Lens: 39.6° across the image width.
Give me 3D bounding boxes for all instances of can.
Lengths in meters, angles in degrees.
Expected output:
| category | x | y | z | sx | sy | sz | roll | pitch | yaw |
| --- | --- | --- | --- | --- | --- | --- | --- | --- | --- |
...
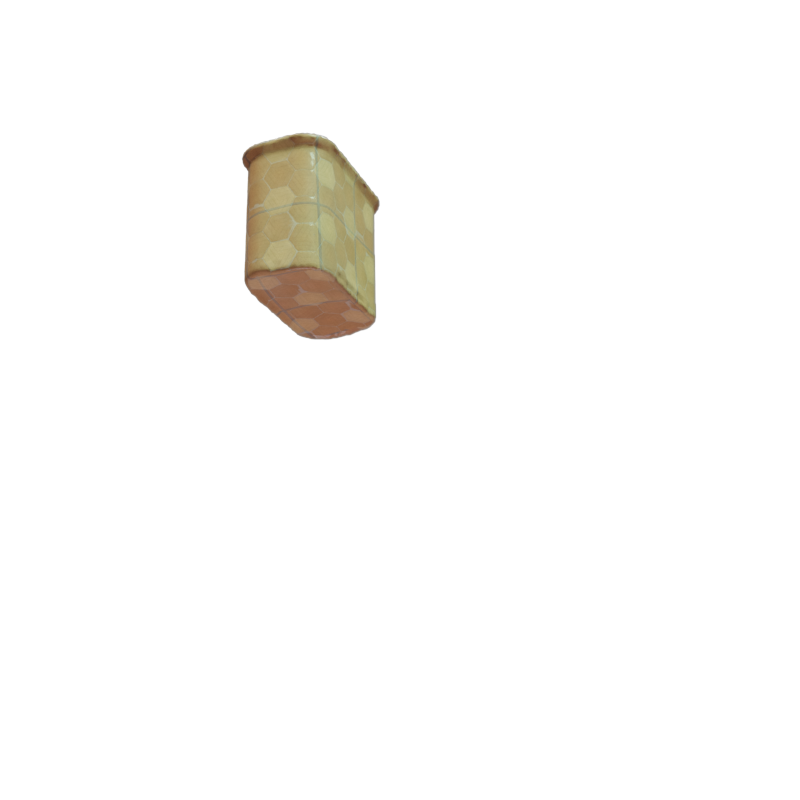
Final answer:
| category | x | y | z | sx | sy | sz | roll | pitch | yaw |
| --- | --- | --- | --- | --- | --- | --- | --- | --- | --- |
| can | -0.051 | -0.092 | 0.646 | 0.058 | 0.089 | 0.095 | -11 | -26 | 20 |
